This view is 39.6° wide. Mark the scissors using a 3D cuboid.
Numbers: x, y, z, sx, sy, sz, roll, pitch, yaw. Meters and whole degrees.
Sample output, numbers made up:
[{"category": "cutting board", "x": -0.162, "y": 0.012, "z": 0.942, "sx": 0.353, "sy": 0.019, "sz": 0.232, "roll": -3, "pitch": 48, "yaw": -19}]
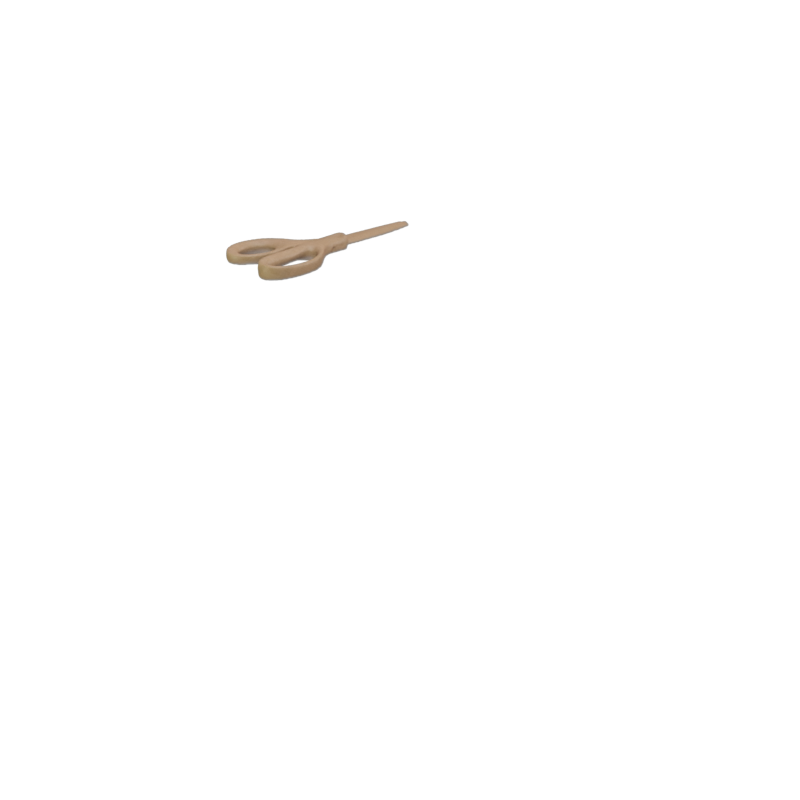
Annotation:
[{"category": "scissors", "x": -0.078, "y": -0.143, "z": 1.000, "sx": 0.100, "sy": 0.015, "sz": 0.202, "roll": 11, "pitch": 25, "yaw": 24}]
